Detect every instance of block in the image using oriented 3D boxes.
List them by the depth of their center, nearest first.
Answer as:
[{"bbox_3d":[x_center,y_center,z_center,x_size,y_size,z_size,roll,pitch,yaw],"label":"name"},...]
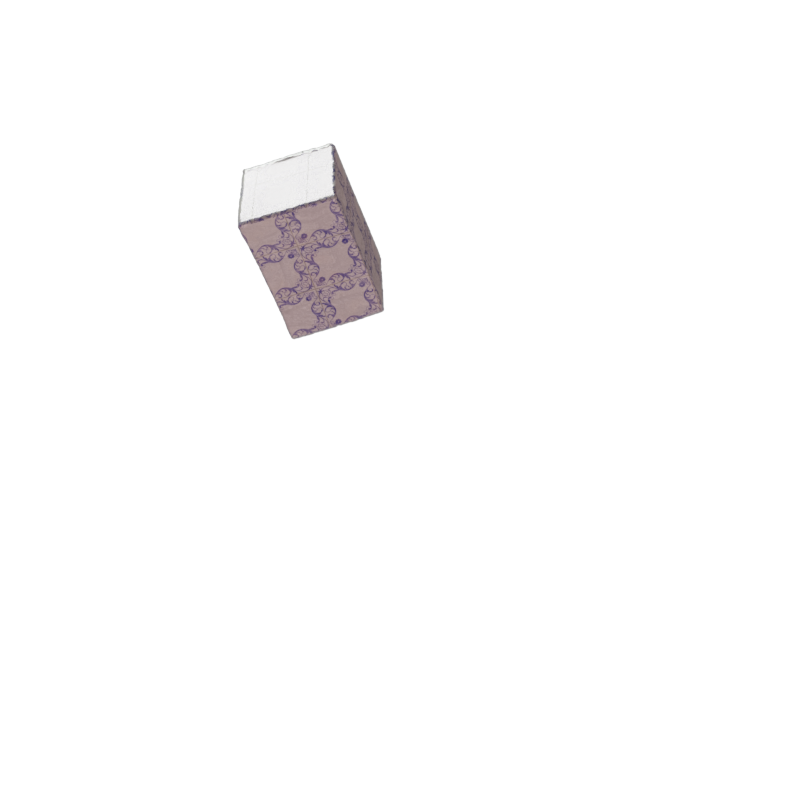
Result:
[{"bbox_3d":[-0.045,-0.081,0.571,0.053,0.072,0.055,-15,37,10],"label":"block"}]
